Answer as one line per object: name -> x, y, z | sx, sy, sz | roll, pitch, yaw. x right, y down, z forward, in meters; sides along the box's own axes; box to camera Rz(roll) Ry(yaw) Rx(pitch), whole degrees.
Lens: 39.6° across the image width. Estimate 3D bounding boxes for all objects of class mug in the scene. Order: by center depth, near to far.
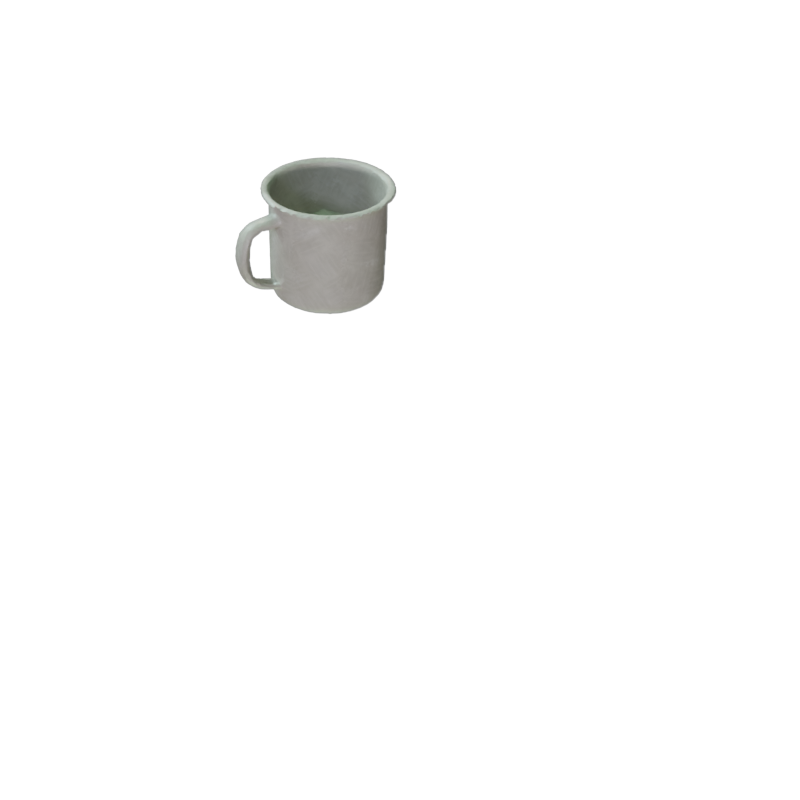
mug -> -0.060, -0.110, 0.773 | 0.116, 0.076, 0.100 | -21, 40, -28
